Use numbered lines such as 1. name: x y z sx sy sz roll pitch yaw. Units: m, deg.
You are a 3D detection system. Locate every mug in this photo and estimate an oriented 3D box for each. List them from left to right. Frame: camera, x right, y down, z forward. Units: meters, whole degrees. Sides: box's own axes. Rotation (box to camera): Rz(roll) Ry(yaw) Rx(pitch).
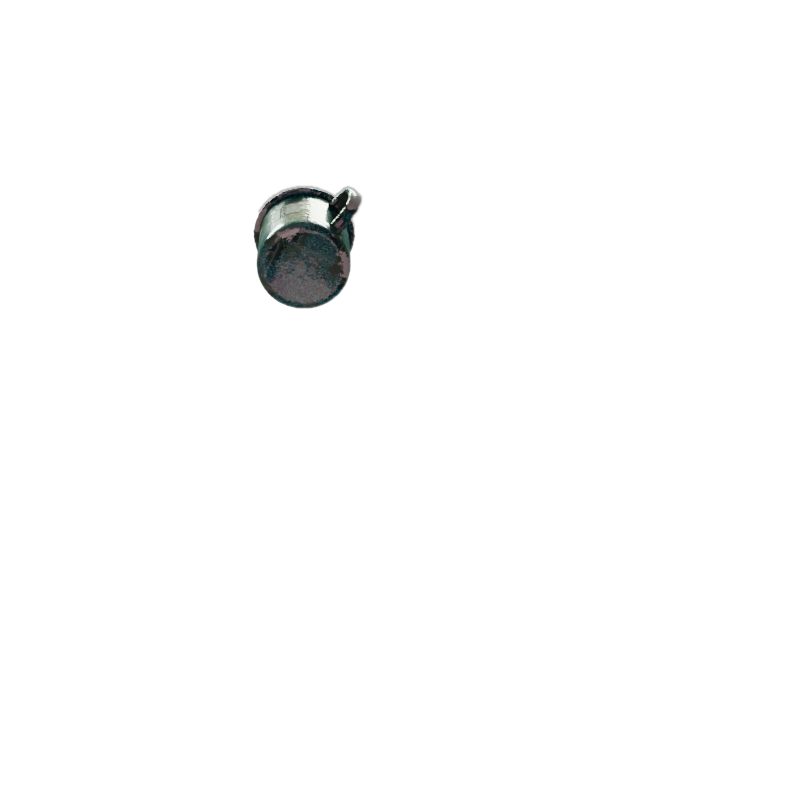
1. mug: -0.077 -0.140 0.983 0.089 0.116 0.086 43 17 -19
